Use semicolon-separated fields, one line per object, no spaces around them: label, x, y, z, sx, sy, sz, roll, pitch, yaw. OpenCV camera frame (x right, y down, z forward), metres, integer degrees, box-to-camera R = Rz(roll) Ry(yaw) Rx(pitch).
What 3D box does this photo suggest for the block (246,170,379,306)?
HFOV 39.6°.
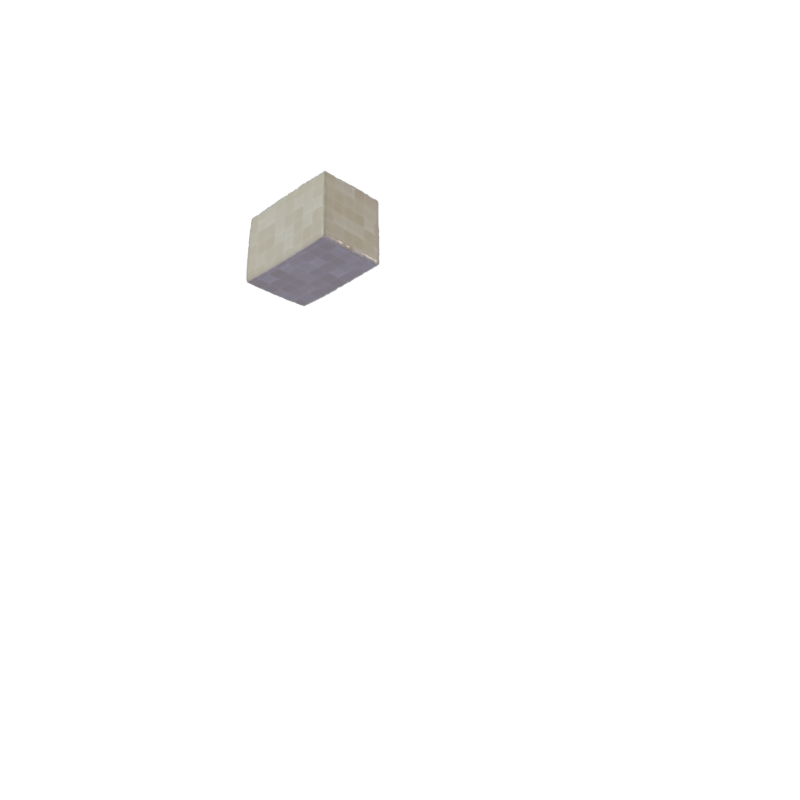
block;-0.058;-0.106;0.742;0.078;0.055;0.049;-26;-38;38
